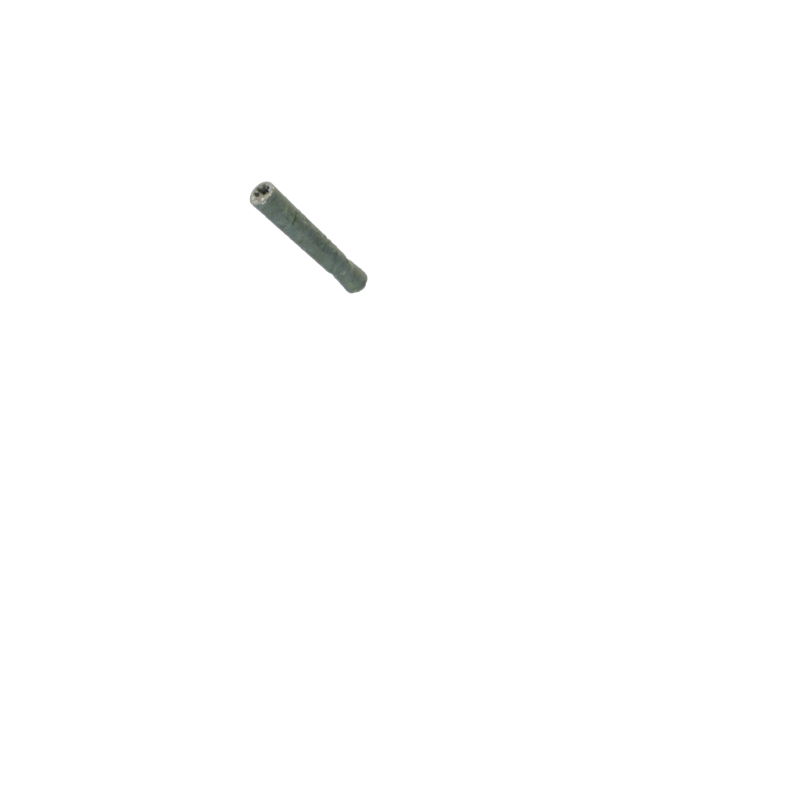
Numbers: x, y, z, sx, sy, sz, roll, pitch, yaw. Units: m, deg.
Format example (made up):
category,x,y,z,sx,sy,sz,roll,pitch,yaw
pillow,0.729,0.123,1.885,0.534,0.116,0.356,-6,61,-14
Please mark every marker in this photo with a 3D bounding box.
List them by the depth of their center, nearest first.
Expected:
category,x,y,z,sx,sy,sz,roll,pitch,yaw
marker,-0.059,-0.107,0.752,0.021,0.020,0.112,3,-26,40
